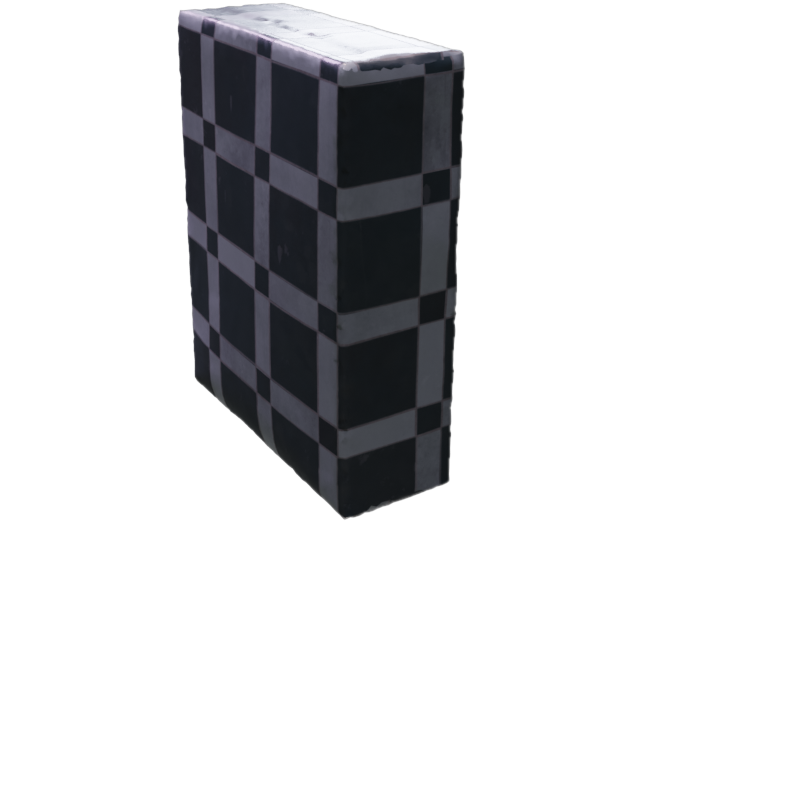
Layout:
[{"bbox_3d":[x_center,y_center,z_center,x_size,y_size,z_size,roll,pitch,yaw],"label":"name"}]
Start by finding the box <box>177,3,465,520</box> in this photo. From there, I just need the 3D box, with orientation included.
[{"bbox_3d":[-0.043,-0.079,0.550,0.070,0.203,0.176,-12,27,-30],"label":"box"}]
